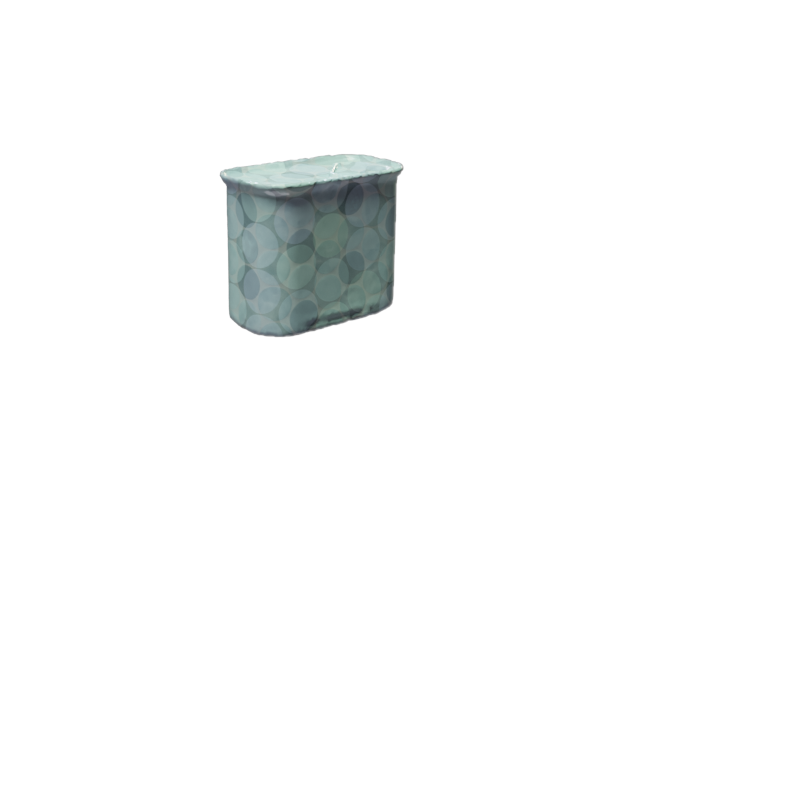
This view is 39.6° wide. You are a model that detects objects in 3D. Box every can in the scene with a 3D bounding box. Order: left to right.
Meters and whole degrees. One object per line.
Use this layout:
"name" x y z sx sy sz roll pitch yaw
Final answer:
"can" -0.048 -0.088 0.615 0.100 0.081 0.061 -15 23 -38
